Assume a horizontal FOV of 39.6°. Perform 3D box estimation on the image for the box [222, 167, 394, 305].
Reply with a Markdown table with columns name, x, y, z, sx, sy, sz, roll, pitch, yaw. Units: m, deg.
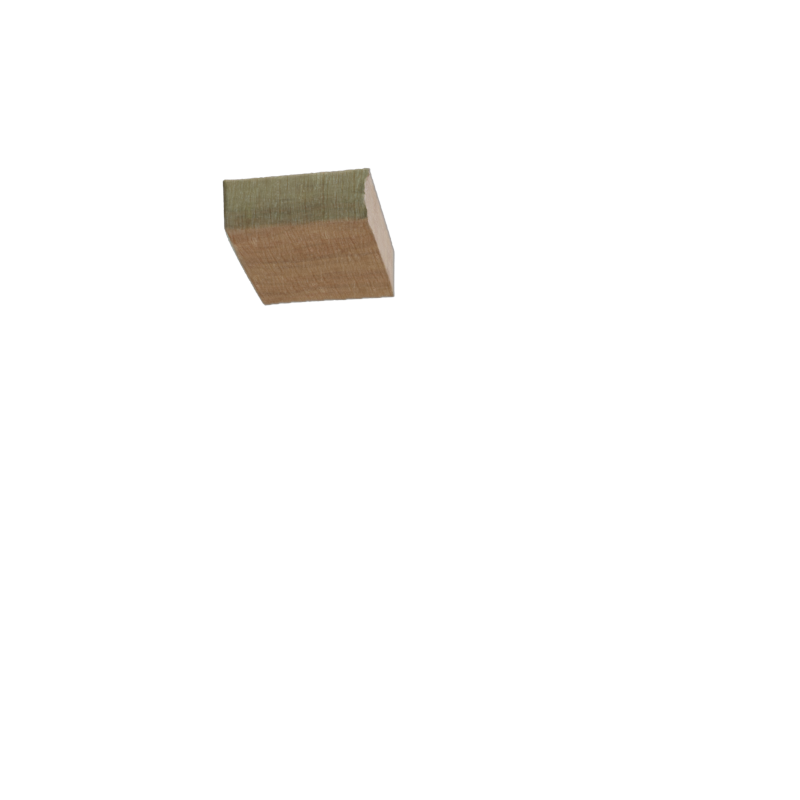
| name | x | y | z | sx | sy | sz | roll | pitch | yaw |
| --- | --- | --- | --- | --- | --- | --- | --- | --- | --- |
| box | -0.054 | -0.098 | 0.688 | 0.091 | 0.041 | 0.107 | -3 | -20 | 8 |
